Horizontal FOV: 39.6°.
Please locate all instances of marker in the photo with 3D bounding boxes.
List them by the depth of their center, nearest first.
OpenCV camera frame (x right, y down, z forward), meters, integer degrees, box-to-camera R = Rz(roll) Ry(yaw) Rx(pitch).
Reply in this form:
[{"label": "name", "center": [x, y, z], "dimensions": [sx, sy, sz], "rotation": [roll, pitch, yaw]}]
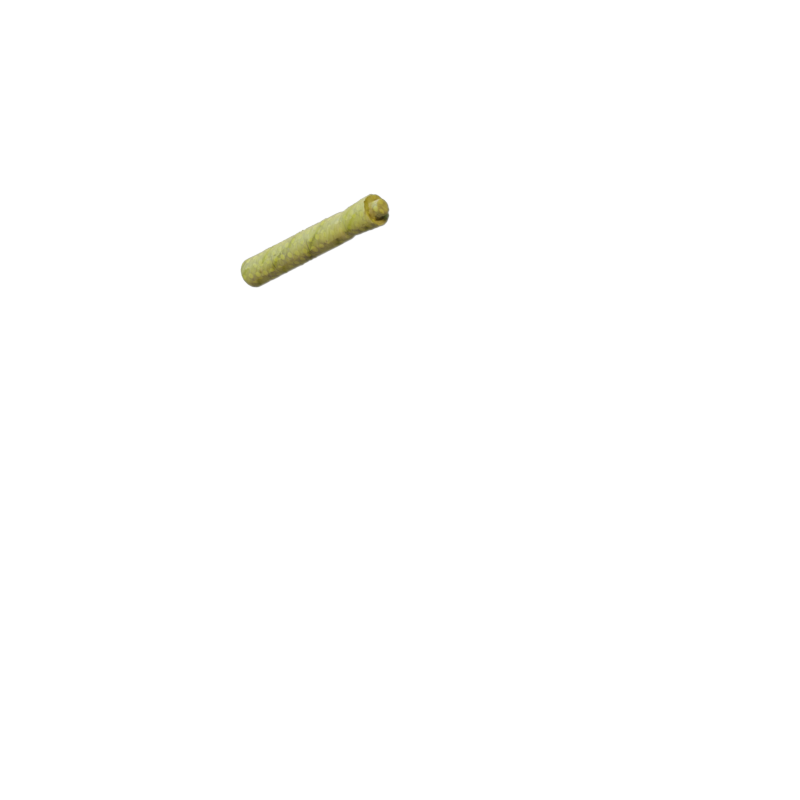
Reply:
[{"label": "marker", "center": [-0.050, -0.092, 0.642], "dimensions": [0.019, 0.020, 0.122], "rotation": [-3, -11, -44]}]
